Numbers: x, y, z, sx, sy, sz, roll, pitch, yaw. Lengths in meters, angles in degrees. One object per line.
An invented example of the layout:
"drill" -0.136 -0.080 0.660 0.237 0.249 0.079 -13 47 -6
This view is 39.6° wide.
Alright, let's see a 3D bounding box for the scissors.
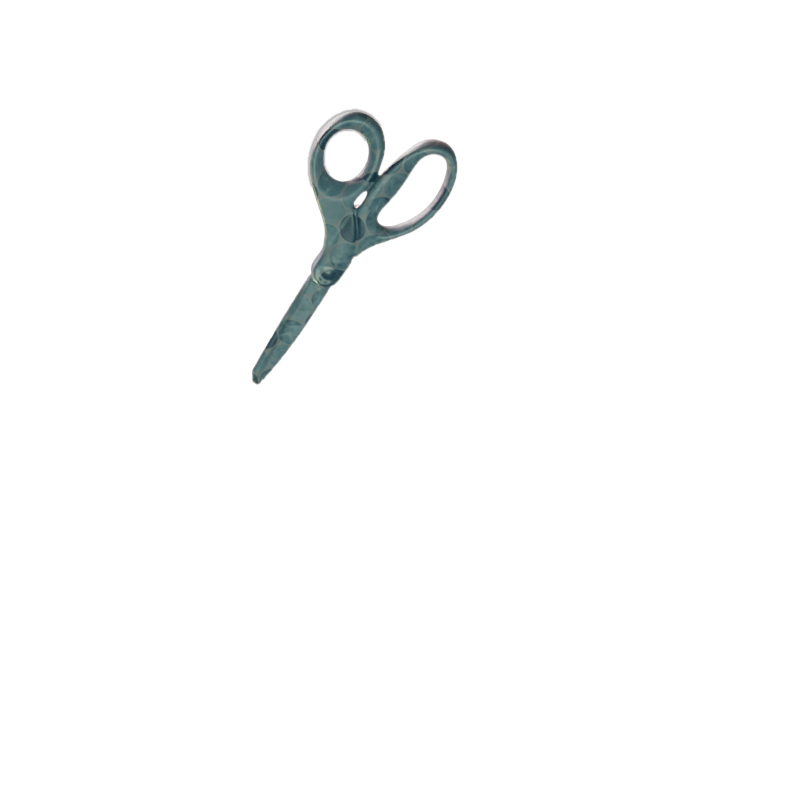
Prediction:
"scissors" -0.054 -0.098 0.684 0.200 0.092 0.017 -40 21 18
